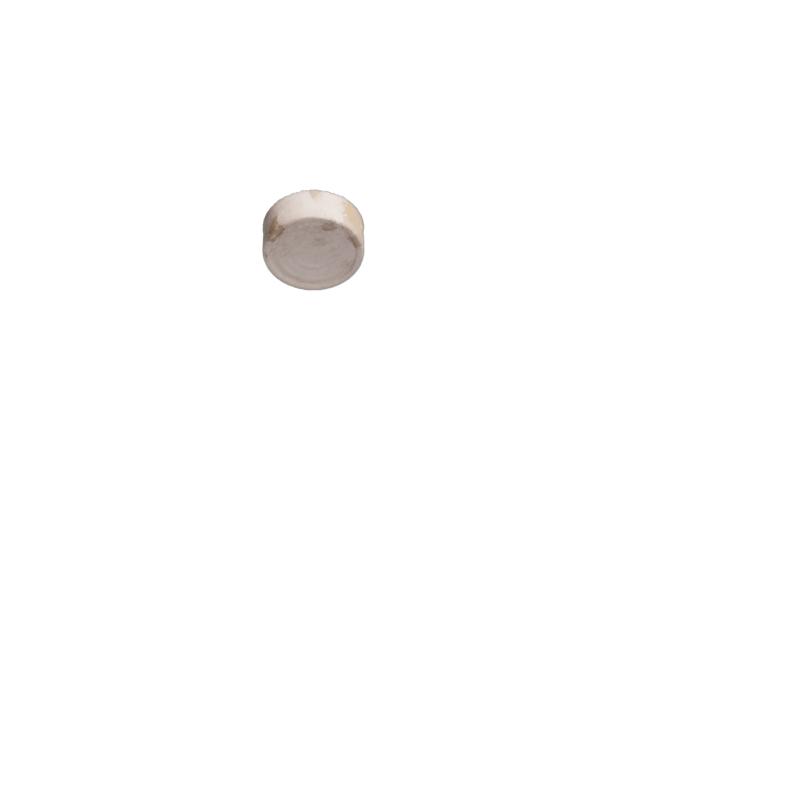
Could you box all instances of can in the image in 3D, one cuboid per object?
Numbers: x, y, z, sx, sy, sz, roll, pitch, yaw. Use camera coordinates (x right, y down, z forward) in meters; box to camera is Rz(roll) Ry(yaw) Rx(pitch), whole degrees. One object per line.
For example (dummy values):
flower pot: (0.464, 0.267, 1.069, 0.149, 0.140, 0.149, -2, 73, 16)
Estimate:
can: (-0.072, -0.132, 0.921, 0.086, 0.036, 0.080, 1, -44, -1)
